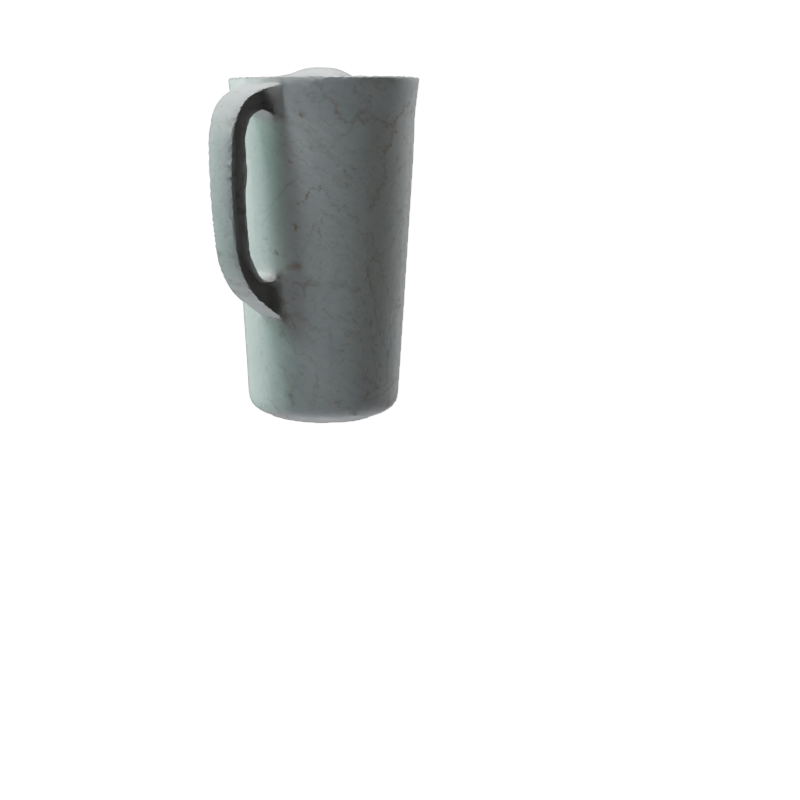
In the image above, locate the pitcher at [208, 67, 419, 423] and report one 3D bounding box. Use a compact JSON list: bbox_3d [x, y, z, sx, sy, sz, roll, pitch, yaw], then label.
[{"bbox_3d":[-0.061,-0.112,0.781,0.147,0.239,0.149,-1,9,-9],"label":"pitcher"}]
